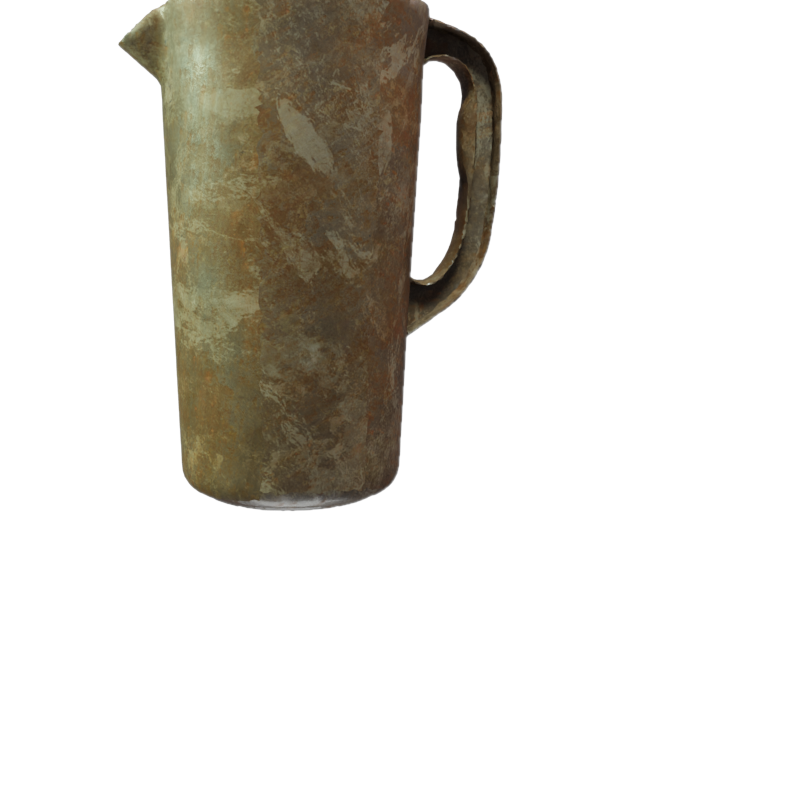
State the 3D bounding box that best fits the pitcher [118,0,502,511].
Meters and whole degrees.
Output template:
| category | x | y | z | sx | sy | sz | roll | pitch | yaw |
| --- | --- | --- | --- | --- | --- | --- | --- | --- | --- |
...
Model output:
| category | x | y | z | sx | sy | sz | roll | pitch | yaw |
| --- | --- | --- | --- | --- | --- | --- | --- | --- | --- |
| pitcher | -0.043 | -0.078 | 0.547 | 0.155 | 0.241 | 0.141 | 3 | 6 | 30 |
